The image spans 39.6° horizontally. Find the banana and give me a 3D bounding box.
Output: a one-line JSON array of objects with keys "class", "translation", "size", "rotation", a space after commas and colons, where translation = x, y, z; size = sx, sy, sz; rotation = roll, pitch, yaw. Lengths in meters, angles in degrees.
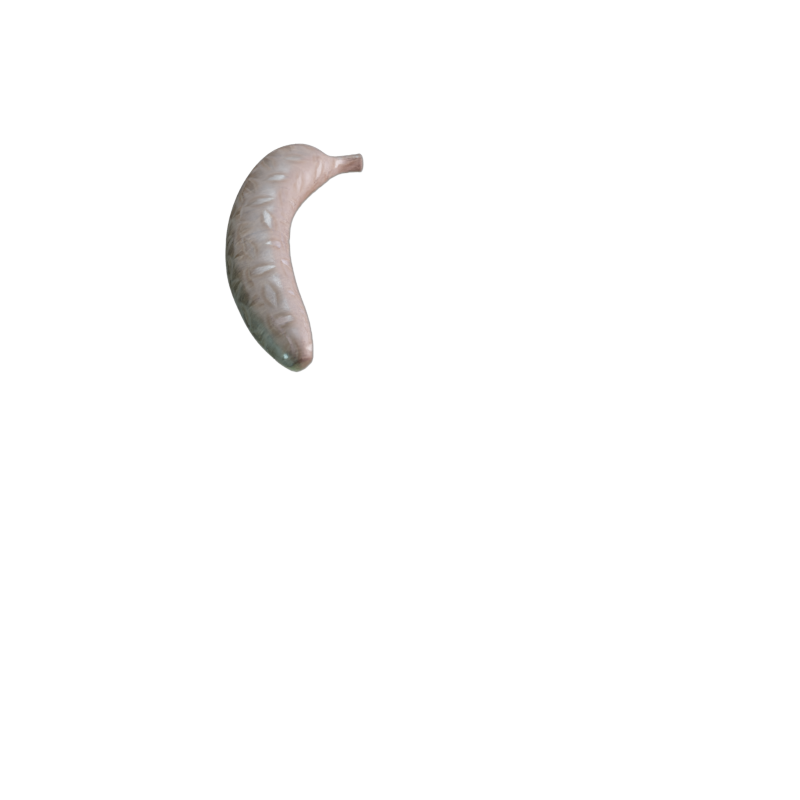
[{"class": "banana", "translation": [-0.068, -0.098, 0.652], "size": [0.070, 0.034, 0.210], "rotation": [6, 45, 5]}]
